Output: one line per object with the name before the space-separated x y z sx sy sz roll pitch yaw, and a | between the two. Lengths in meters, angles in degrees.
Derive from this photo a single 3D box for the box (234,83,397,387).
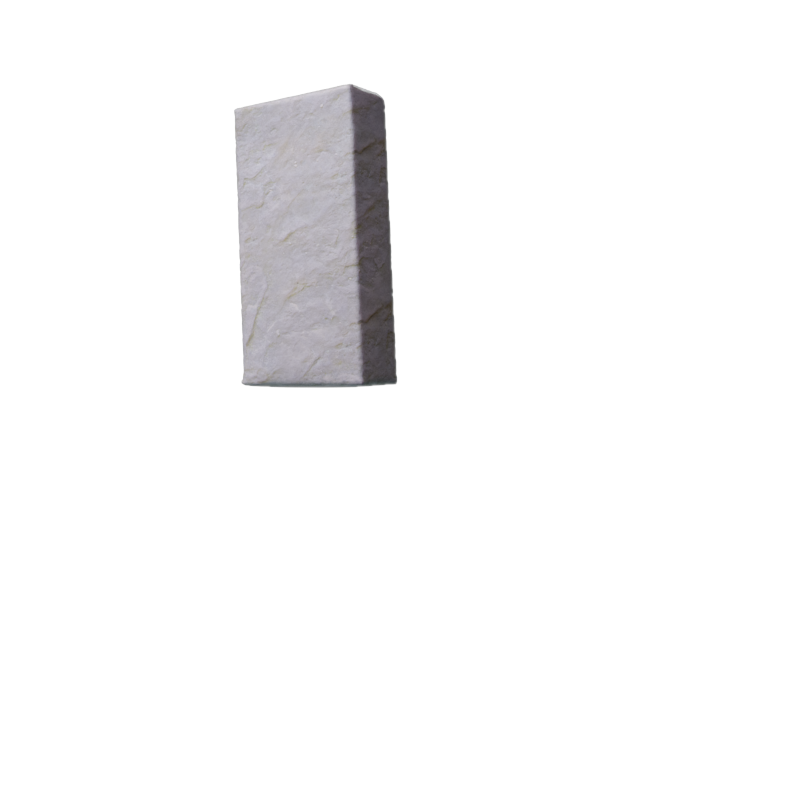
box | -0.053 -0.097 0.676 0.096 0.179 0.046 -5 -8 34
